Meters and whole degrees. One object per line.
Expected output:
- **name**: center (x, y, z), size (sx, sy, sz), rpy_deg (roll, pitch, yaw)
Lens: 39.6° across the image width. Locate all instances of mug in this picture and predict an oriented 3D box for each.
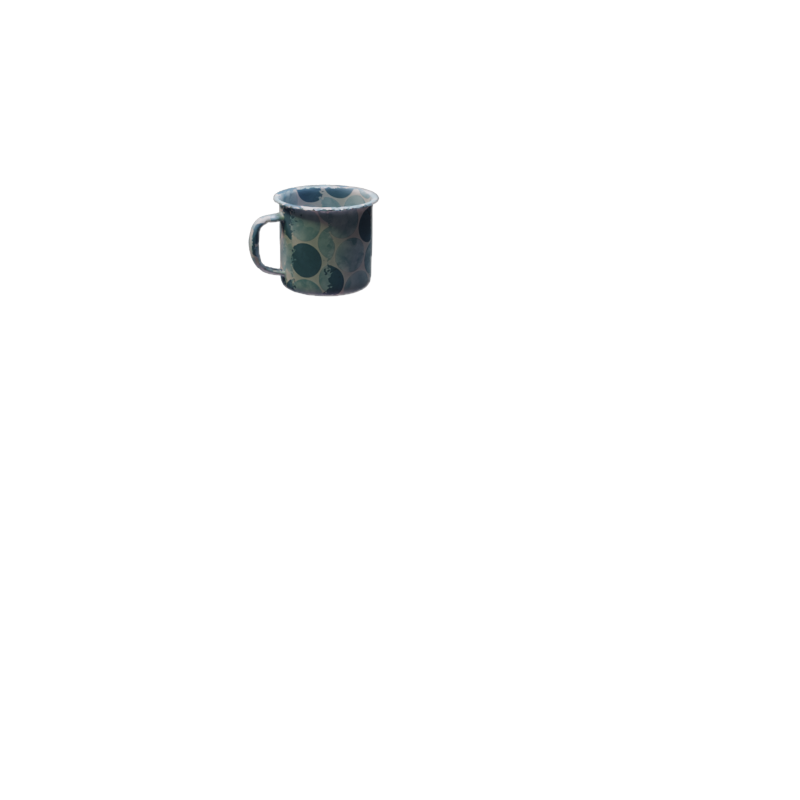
- **mug**: center (-0.077, -0.140, 0.979), size (0.115, 0.078, 0.099), rpy_deg (-8, 22, -22)
